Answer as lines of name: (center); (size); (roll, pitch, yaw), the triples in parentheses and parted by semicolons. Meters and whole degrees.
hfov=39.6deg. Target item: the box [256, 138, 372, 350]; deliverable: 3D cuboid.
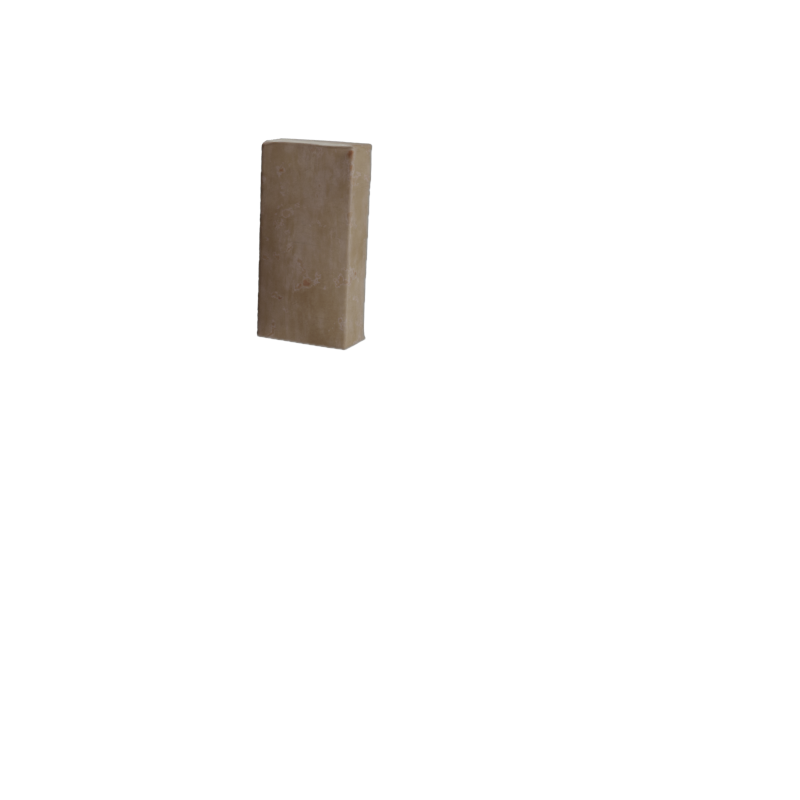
box: (-0.076, -0.138, 0.970); (0.097, 0.172, 0.047); (7, 13, 26)
